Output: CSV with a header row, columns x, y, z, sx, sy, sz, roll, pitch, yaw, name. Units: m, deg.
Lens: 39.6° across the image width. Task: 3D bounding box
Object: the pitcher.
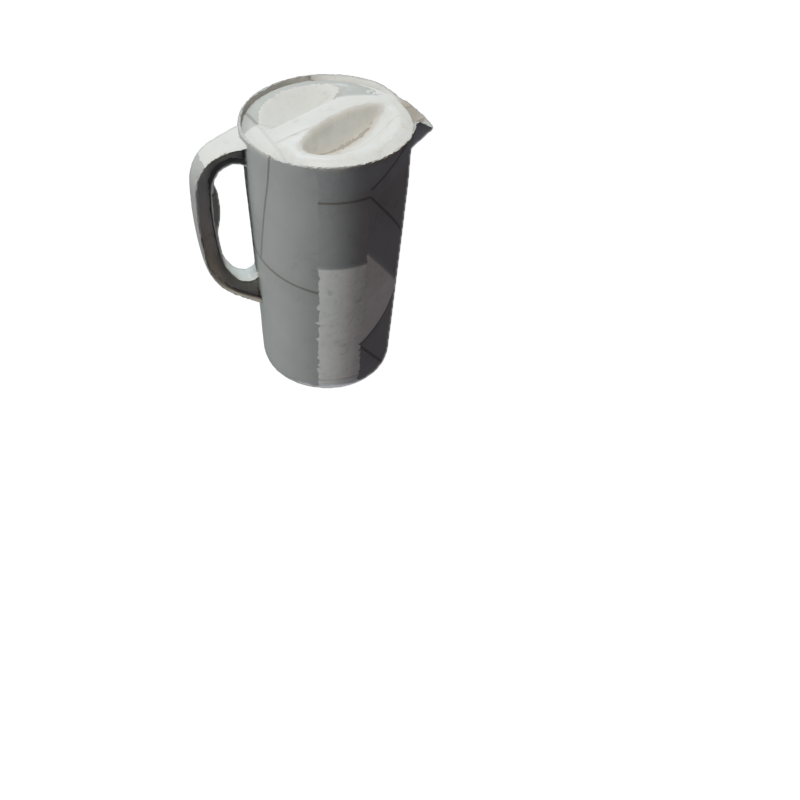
x,y,z,sx,sy,sz,roll,pitch,yaw,name
-0.070,-0.127,0.889,0.155,0.227,0.150,19,44,18,pitcher
